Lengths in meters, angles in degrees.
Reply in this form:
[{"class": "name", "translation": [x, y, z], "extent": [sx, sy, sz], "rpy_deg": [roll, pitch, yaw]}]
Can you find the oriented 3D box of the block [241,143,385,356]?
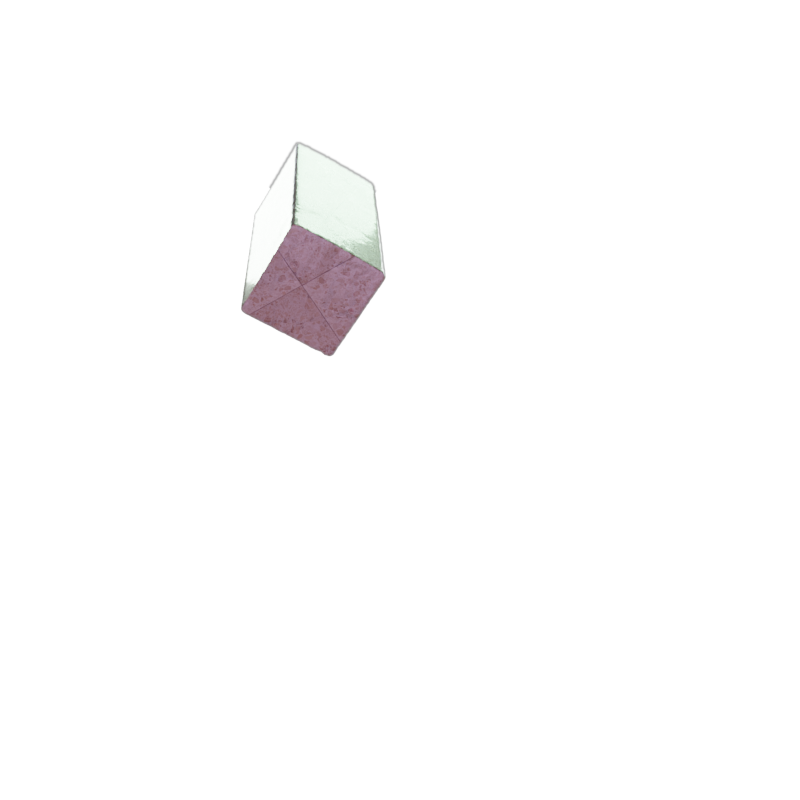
[{"class": "block", "translation": [-0.077, -0.141, 0.987], "extent": [0.087, 0.088, 0.218], "rpy_deg": [27, 24, -17]}]
